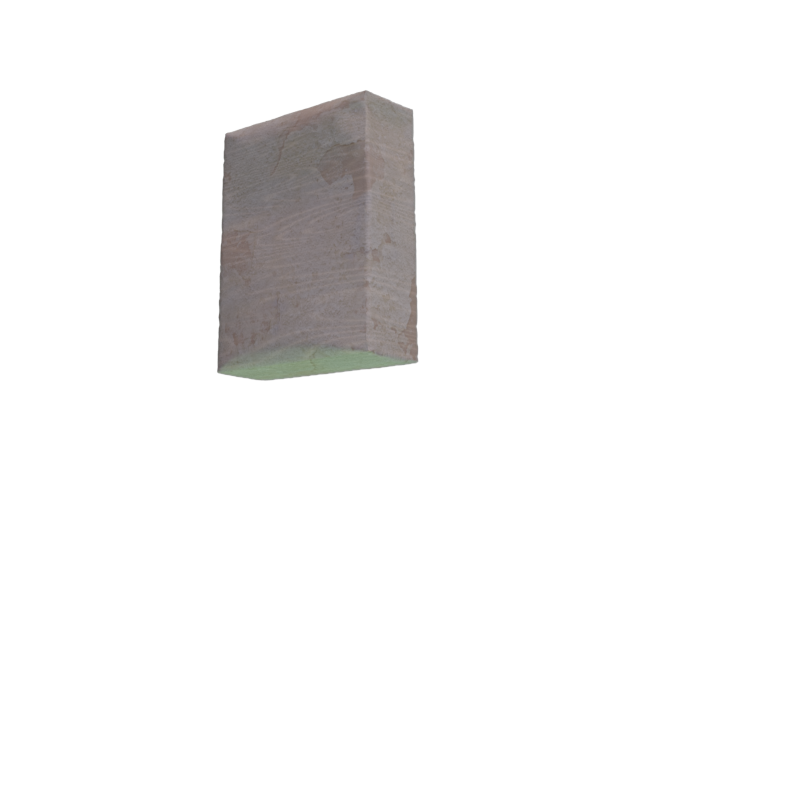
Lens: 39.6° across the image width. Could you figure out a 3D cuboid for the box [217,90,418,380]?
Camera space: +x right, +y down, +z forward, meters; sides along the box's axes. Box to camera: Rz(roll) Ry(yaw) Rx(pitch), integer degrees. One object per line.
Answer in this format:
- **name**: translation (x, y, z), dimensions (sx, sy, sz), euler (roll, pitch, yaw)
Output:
- **box**: translation (-0.072, -0.130, 0.913), dimensions (0.168, 0.221, 0.068), euler (-9, -15, 37)
